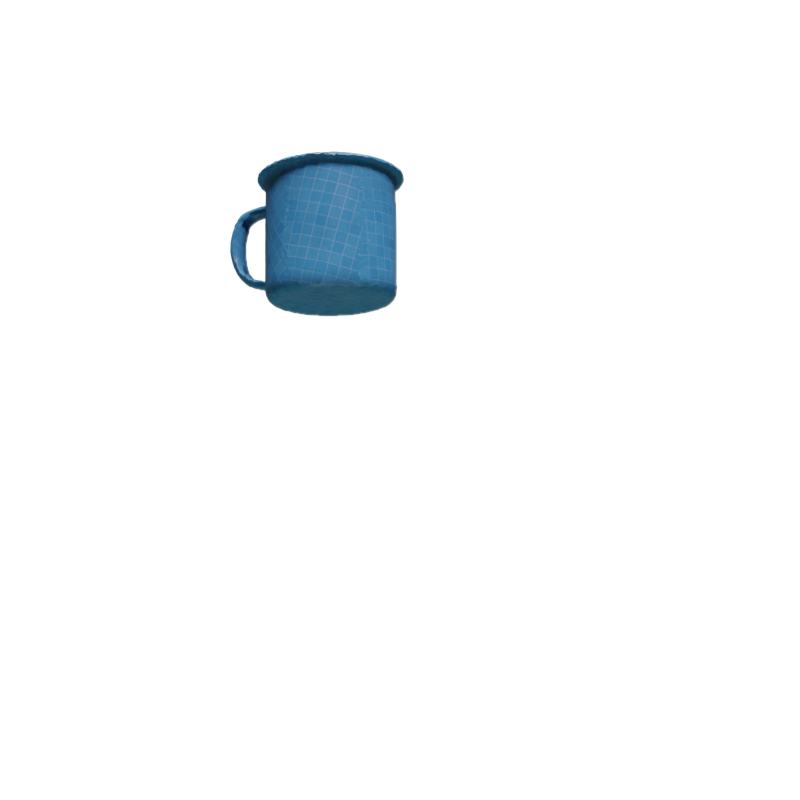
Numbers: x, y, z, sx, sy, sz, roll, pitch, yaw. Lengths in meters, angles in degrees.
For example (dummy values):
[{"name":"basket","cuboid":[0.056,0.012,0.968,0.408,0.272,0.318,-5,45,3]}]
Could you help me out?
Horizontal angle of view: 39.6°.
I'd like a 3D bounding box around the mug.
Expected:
[{"name":"mug","cuboid":[-0.055,-0.099,0.696,0.120,0.085,0.088,-5,-14,21]}]
